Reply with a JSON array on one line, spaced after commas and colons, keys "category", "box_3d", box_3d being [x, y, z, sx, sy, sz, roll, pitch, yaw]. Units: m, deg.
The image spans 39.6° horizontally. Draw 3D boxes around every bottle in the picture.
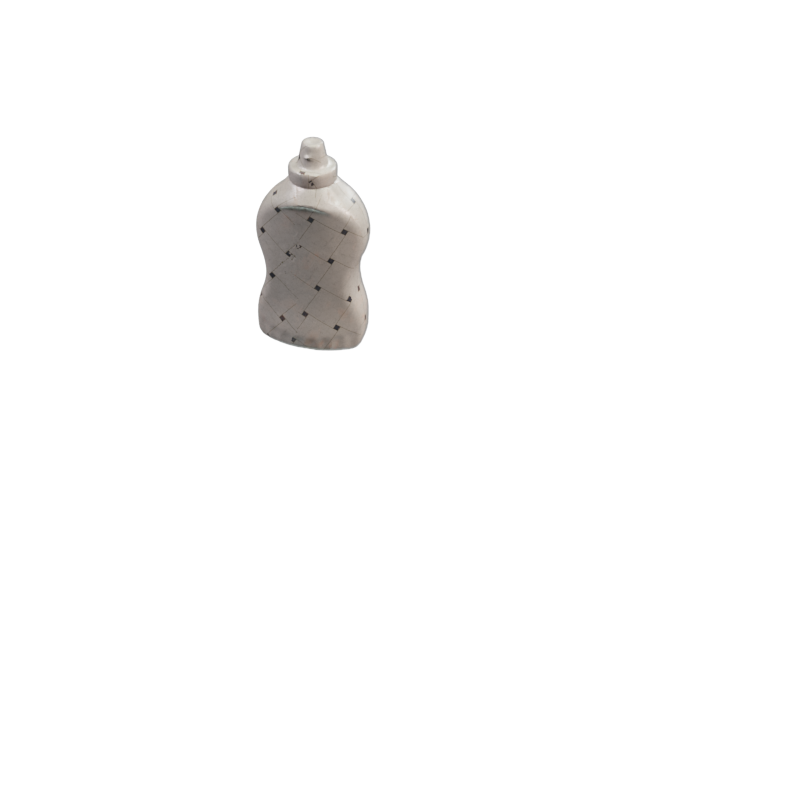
[{"category": "bottle", "box_3d": [-0.074, -0.135, 0.946, 0.098, 0.180, 0.061, 11, 35, 13]}]
